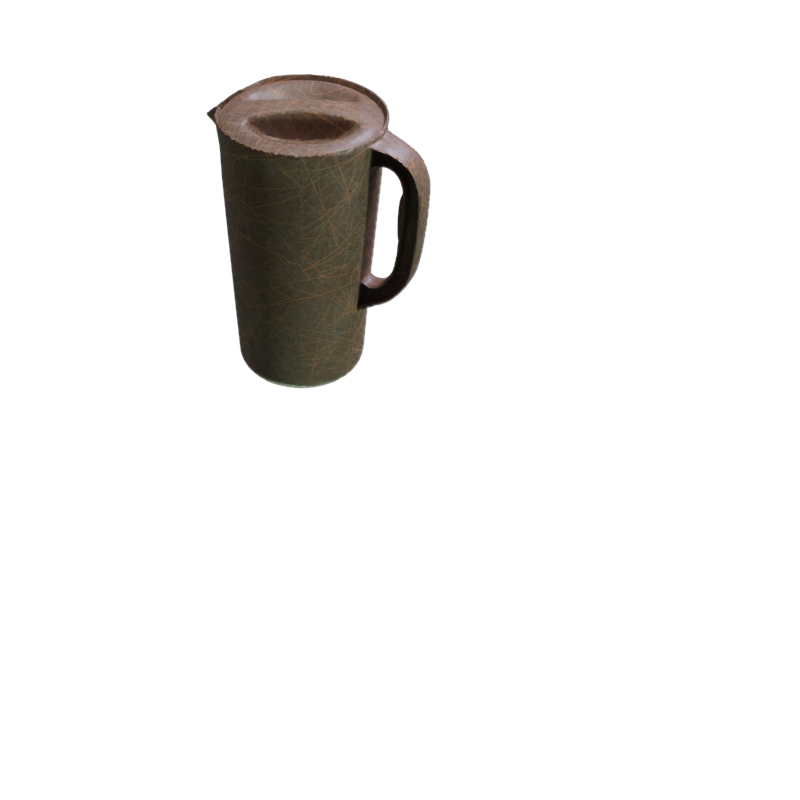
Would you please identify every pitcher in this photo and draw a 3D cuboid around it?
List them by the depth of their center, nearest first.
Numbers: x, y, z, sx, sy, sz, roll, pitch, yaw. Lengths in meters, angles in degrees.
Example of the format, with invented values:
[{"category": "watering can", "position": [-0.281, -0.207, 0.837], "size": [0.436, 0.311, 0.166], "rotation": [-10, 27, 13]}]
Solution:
[{"category": "pitcher", "position": [-0.070, -0.128, 0.896], "size": [0.143, 0.227, 0.161], "rotation": [-11, 39, -16]}]
